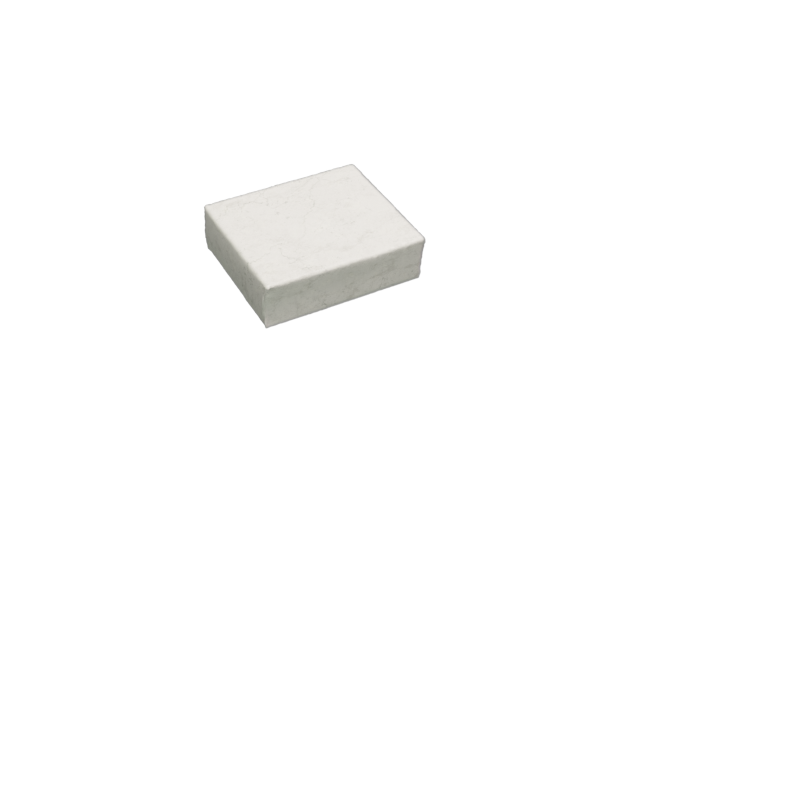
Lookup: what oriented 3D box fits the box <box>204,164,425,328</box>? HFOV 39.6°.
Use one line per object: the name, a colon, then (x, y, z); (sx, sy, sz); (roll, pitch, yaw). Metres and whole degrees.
box: (-0.055, -0.100, 0.700); (0.112, 0.036, 0.097); (-22, 48, -22)
